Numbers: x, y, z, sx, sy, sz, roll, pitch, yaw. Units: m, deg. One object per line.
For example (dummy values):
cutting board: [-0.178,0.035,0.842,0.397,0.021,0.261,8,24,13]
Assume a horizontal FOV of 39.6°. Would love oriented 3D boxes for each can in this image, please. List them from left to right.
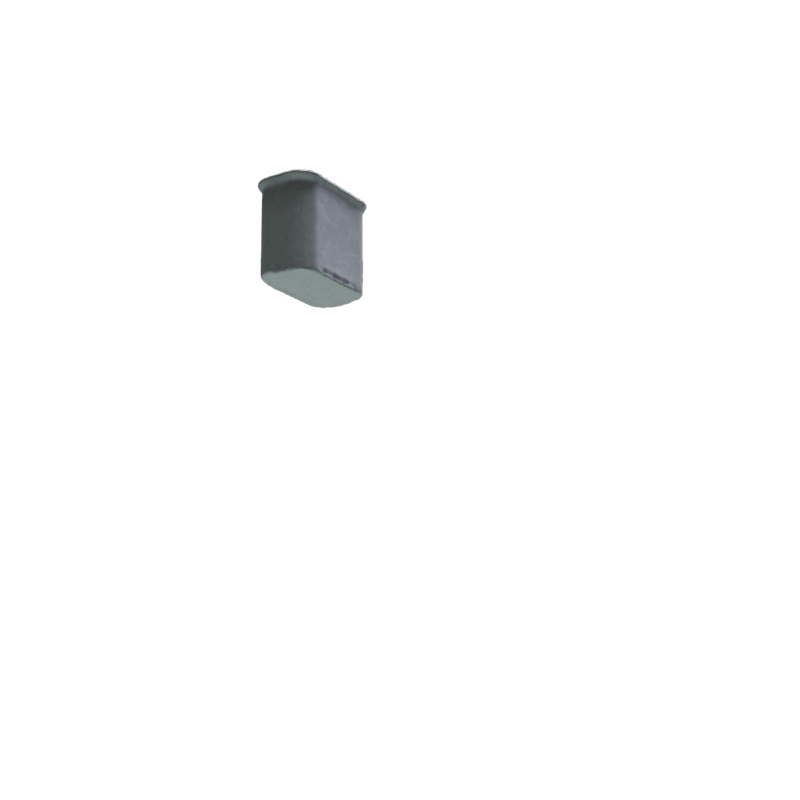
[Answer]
can: [-0.071,-0.129,0.904,0.059,0.088,0.095,-12,-21,30]
